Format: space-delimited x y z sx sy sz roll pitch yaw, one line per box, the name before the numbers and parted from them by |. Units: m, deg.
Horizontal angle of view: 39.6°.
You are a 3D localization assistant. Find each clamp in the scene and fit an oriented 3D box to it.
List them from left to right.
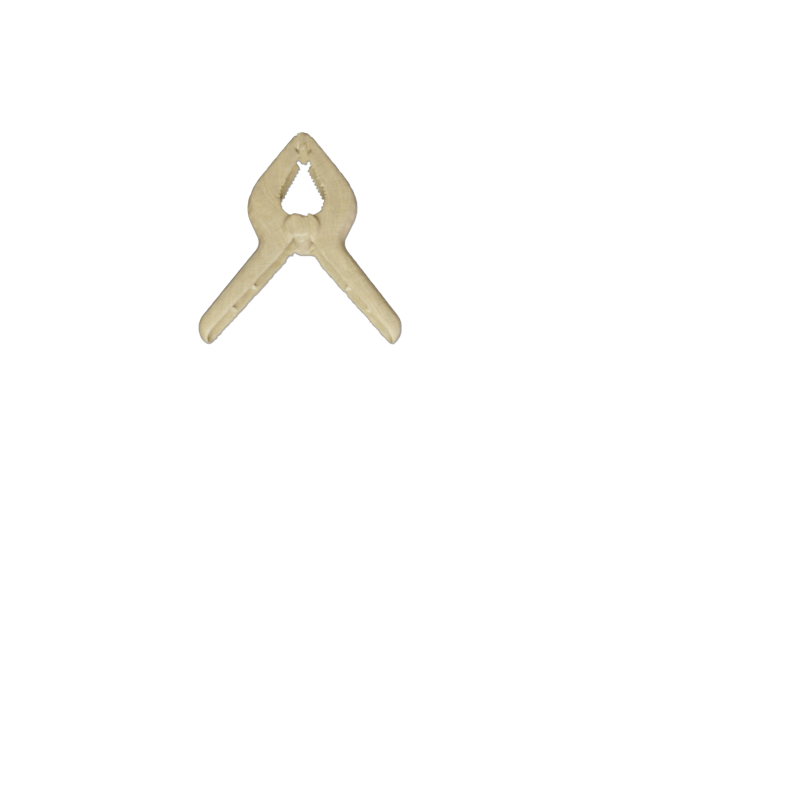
clamp | -0.074 -0.135 0.946 0.165 0.222 0.034 5 -29 3
